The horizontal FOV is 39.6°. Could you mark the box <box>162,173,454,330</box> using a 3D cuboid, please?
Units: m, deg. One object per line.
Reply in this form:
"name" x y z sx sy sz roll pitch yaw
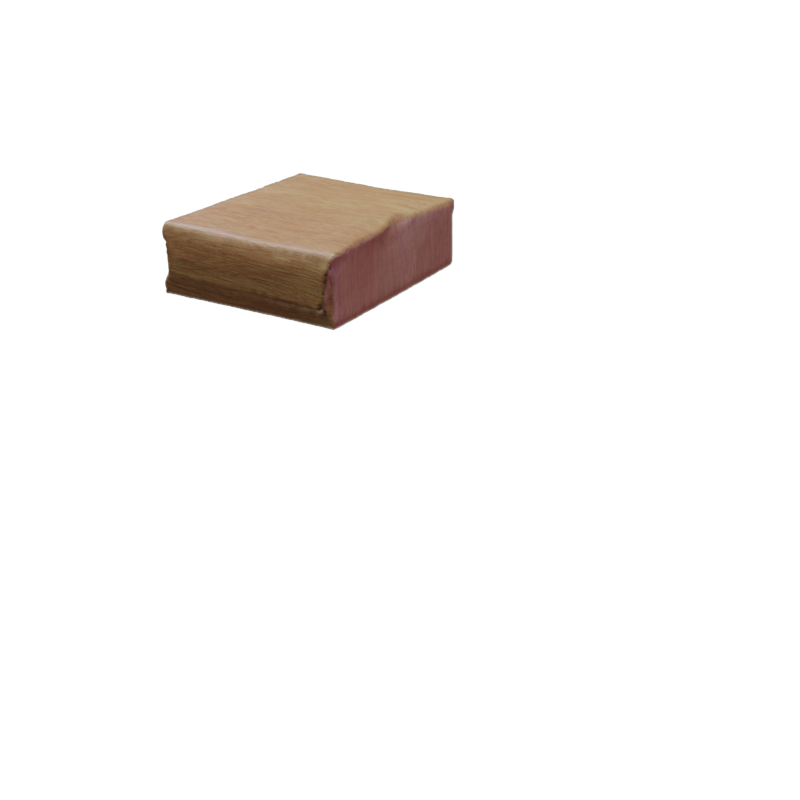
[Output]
"box" -0.032 -0.059 0.411 0.077 0.029 0.089 14 27 29
